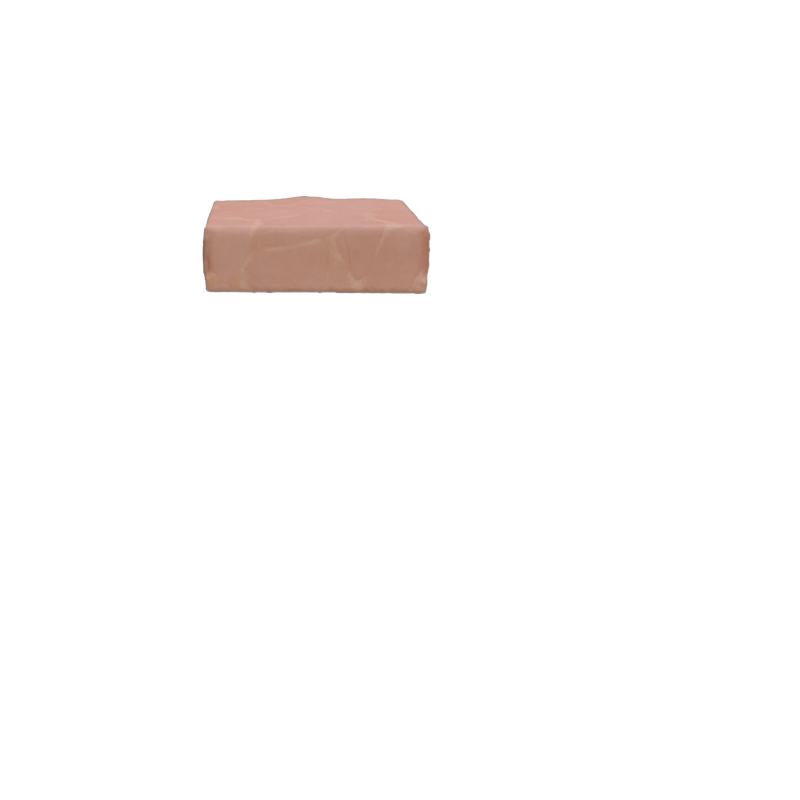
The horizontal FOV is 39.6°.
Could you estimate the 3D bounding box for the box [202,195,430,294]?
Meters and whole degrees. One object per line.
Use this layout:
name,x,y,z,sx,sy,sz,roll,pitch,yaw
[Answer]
box,-0.036,-0.066,0.464,0.089,0.029,0.076,-1,17,-4
